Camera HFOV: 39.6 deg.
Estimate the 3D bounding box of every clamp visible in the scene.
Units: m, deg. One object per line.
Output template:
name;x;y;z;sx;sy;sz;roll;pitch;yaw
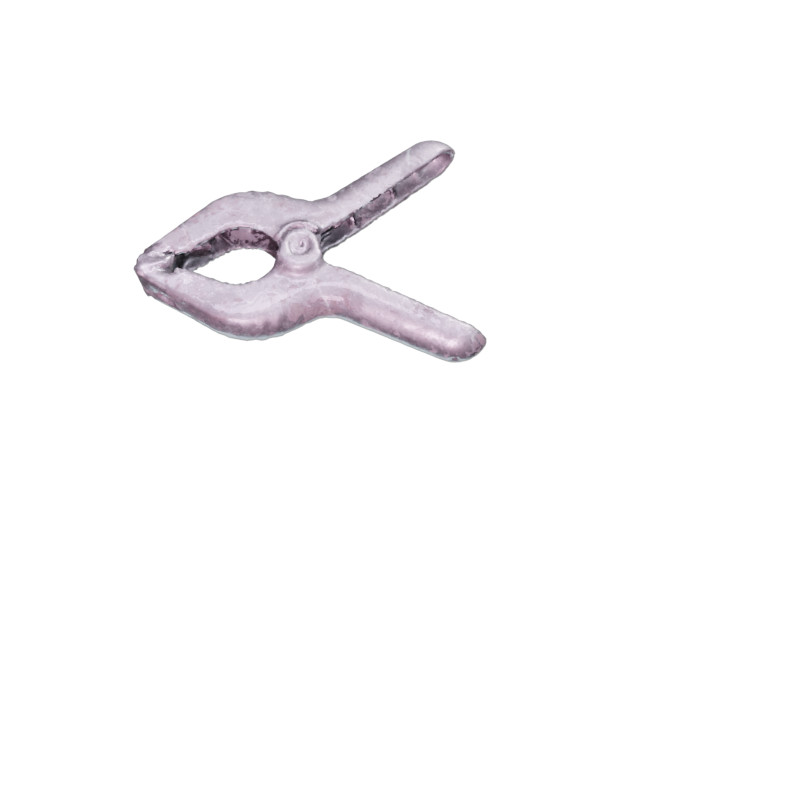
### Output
clamp;-0.043;-0.079;0.555;0.172;0.128;0.037;3;-32;2
